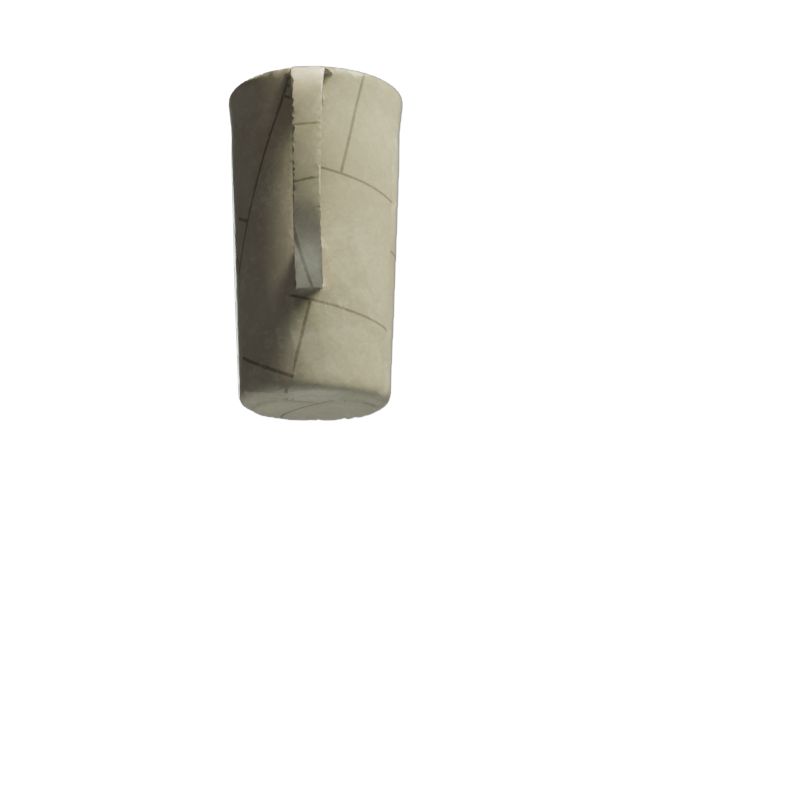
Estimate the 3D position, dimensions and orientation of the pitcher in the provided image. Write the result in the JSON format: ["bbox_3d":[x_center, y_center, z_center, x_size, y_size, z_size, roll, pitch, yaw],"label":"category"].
[{"bbox_3d":[-0.063,-0.115,0.806,0.147,0.253,0.141,-16,-22,42],"label":"pitcher"}]
